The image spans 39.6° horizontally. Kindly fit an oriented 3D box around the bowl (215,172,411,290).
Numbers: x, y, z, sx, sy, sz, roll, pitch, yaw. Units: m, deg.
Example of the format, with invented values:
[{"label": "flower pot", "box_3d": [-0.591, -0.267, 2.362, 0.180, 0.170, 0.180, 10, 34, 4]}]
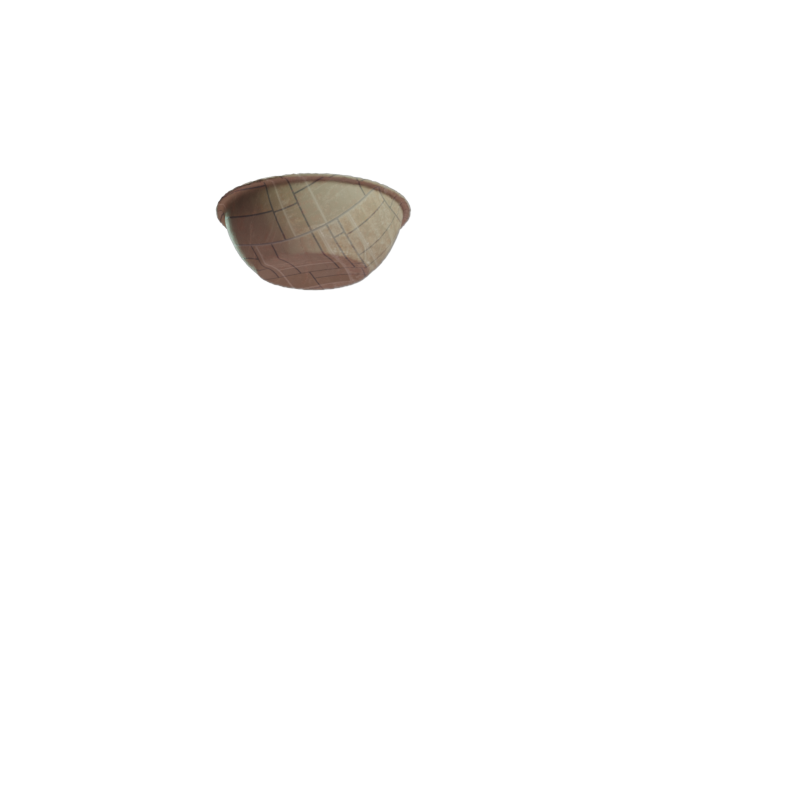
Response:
[{"label": "bowl", "box_3d": [-0.071, -0.130, 0.910, 0.162, 0.057, 0.156, 0, -15, -2]}]
